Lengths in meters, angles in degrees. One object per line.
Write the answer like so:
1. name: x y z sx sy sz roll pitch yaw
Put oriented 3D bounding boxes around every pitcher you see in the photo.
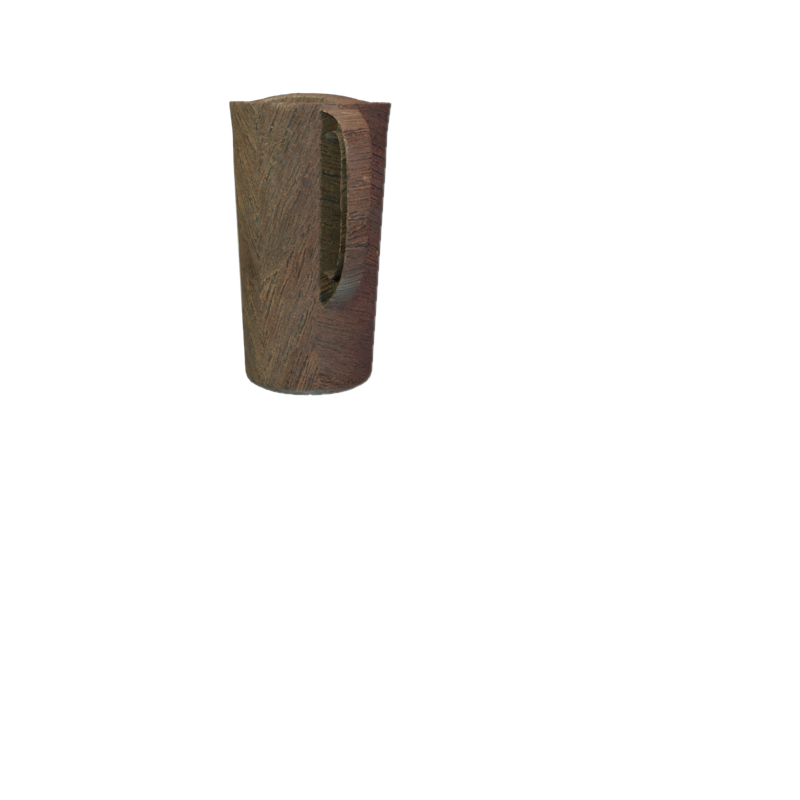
1. pitcher: -0.072 -0.130 0.914 0.149 0.238 0.148 4 10 20
